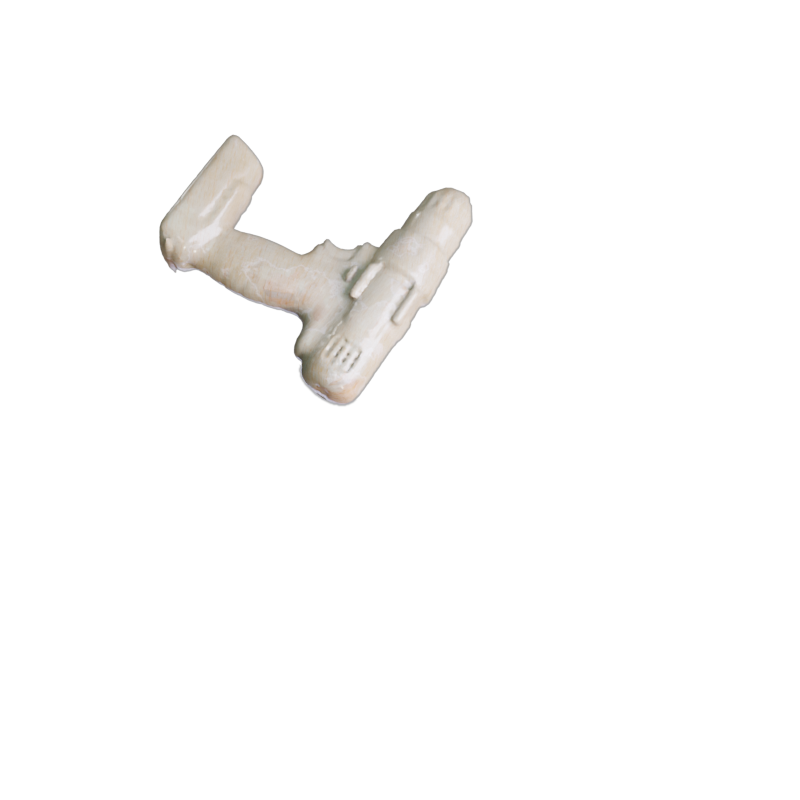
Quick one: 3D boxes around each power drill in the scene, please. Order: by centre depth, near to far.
[{"bbox_3d":[-0.062,-0.113,0.793,0.194,0.189,0.054,30,-23,14],"label":"power drill"}]
